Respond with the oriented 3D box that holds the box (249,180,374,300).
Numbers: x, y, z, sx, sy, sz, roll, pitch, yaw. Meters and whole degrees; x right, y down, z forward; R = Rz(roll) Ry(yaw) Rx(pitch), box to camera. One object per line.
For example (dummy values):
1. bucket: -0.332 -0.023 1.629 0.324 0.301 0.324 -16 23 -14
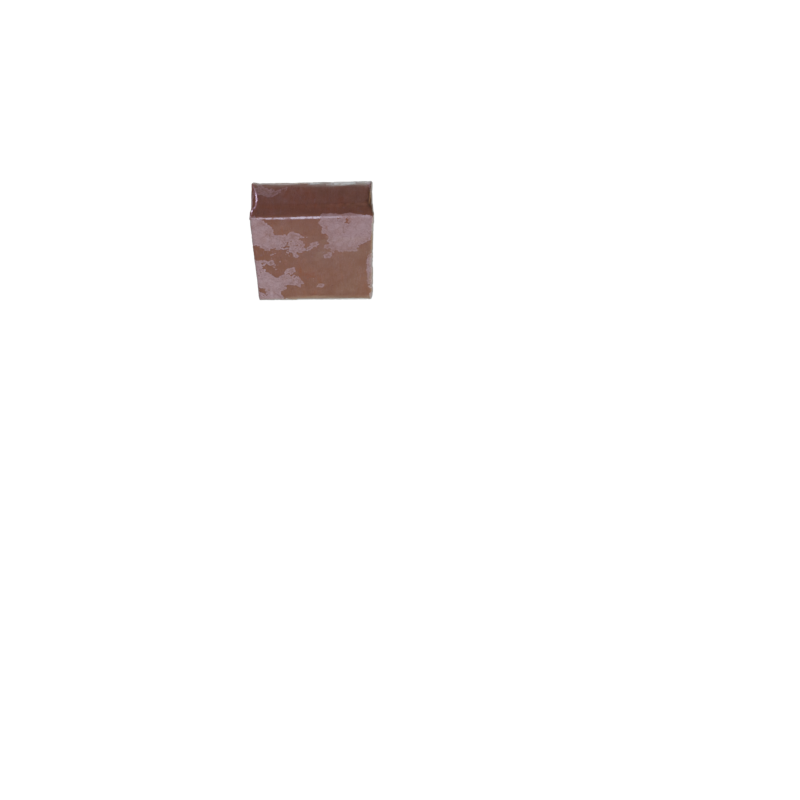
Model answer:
1. box: -0.053 -0.097 0.682 0.073 0.032 0.083 0 -33 0
